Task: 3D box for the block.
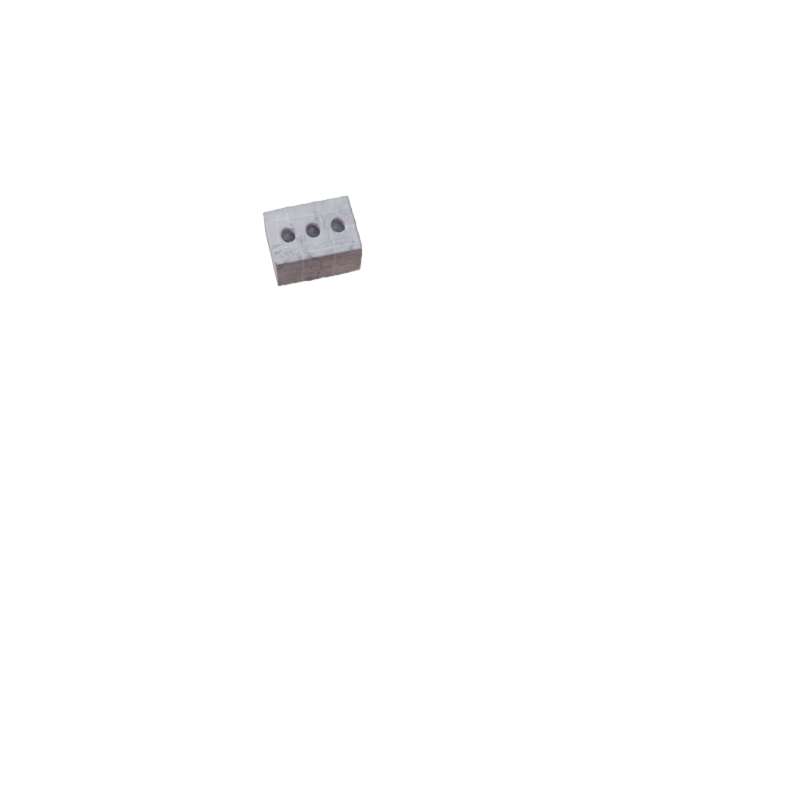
[{"bbox_3d":[-0.075,-0.138,0.964,0.077,0.056,0.049,-13,-19,-6],"label":"block"}]
